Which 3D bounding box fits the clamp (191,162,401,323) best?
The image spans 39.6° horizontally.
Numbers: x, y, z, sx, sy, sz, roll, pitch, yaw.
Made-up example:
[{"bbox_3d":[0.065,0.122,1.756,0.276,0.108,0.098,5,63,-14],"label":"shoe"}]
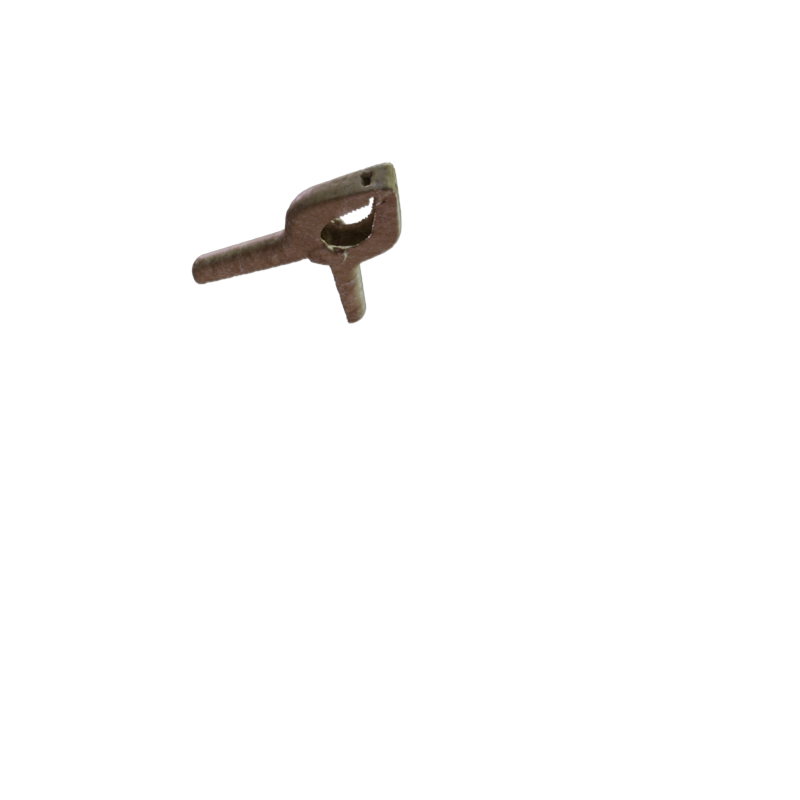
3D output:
[{"bbox_3d":[-0.071,-0.130,0.908,0.159,0.039,0.204,10,-29,-20],"label":"clamp"}]
